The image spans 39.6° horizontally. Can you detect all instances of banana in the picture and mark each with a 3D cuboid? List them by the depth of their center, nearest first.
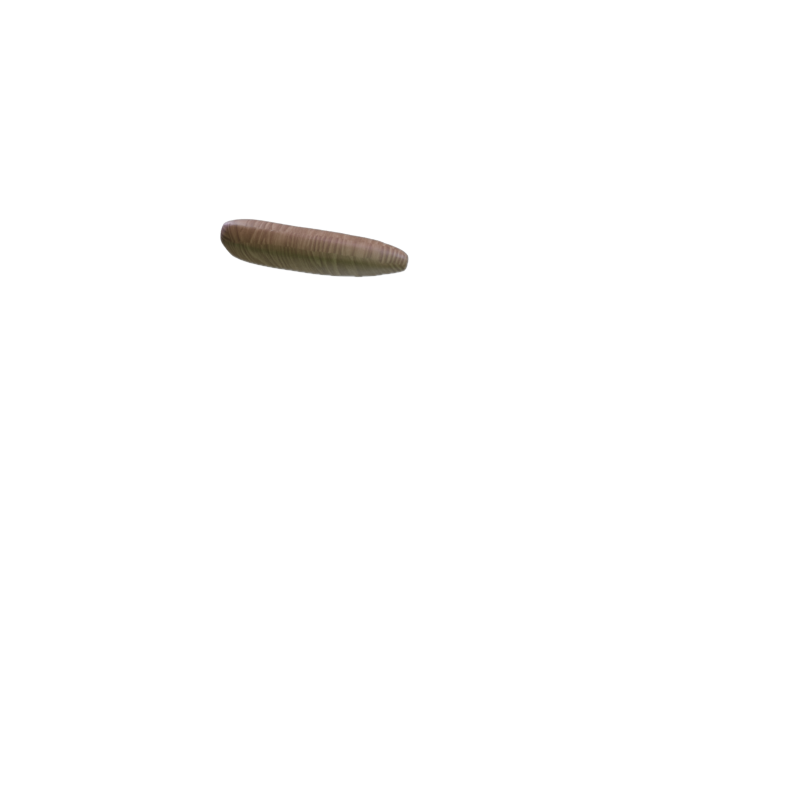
[{"bbox_3d":[-0.088,-0.131,0.935,0.208,0.035,0.068,16,24,38],"label":"banana"}]
